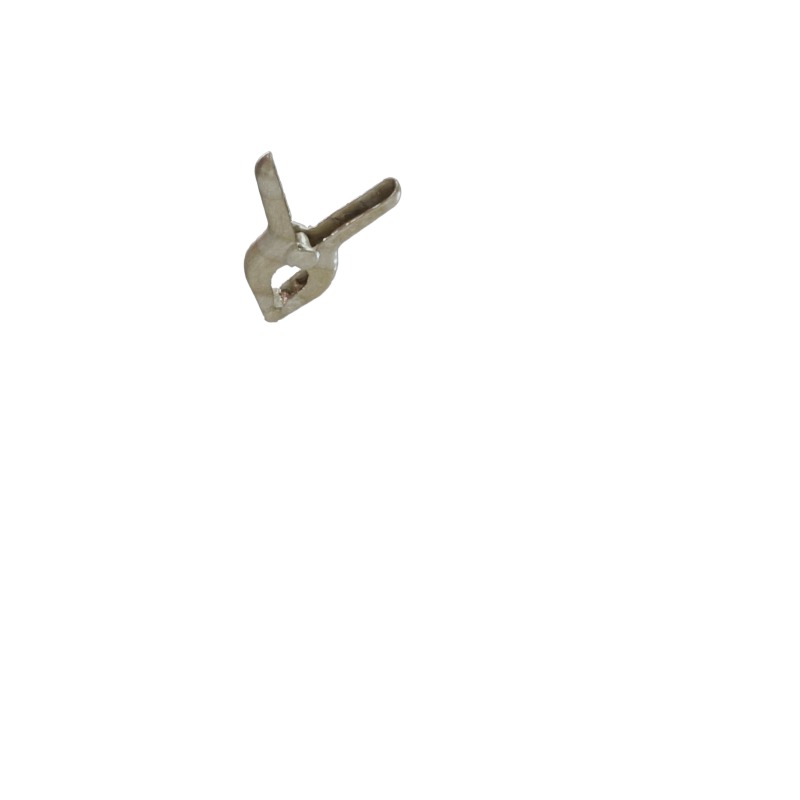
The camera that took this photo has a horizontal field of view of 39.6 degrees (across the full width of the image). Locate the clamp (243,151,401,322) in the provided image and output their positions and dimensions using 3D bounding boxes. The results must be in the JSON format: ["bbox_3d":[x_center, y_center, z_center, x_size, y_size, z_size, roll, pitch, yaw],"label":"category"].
[{"bbox_3d":[-0.072,-0.131,0.915,0.118,0.042,0.162,9,-43,-10],"label":"clamp"}]
